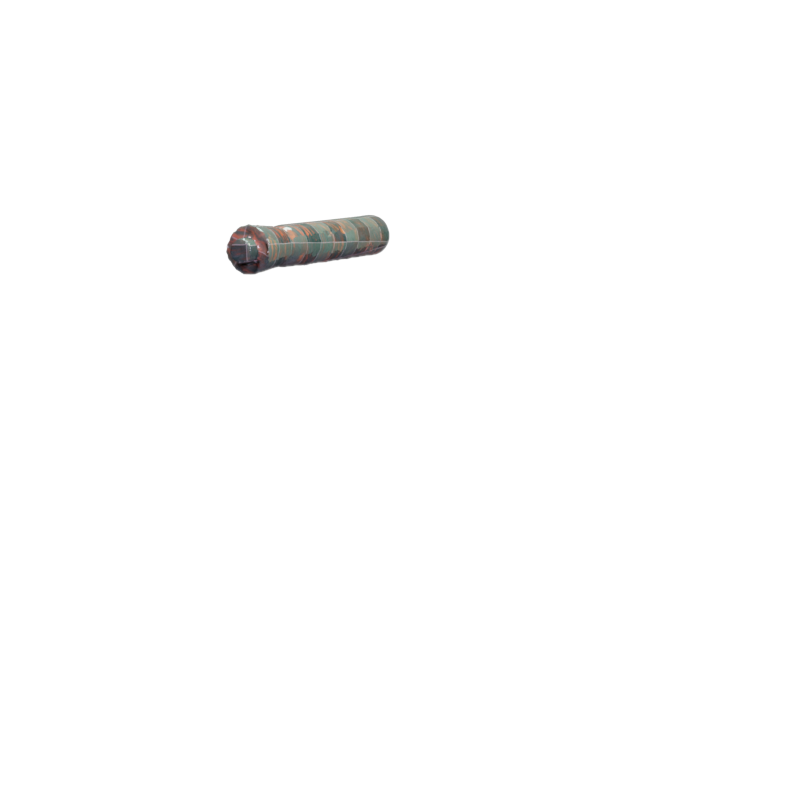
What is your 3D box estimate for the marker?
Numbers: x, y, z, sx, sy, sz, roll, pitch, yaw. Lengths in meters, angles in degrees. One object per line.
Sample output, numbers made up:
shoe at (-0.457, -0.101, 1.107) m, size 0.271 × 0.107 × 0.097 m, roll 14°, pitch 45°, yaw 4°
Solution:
marker at (-0.036, -0.066, 0.463) m, size 0.020 × 0.019 × 0.119 m, roll 2°, pitch 11°, yaw 23°
